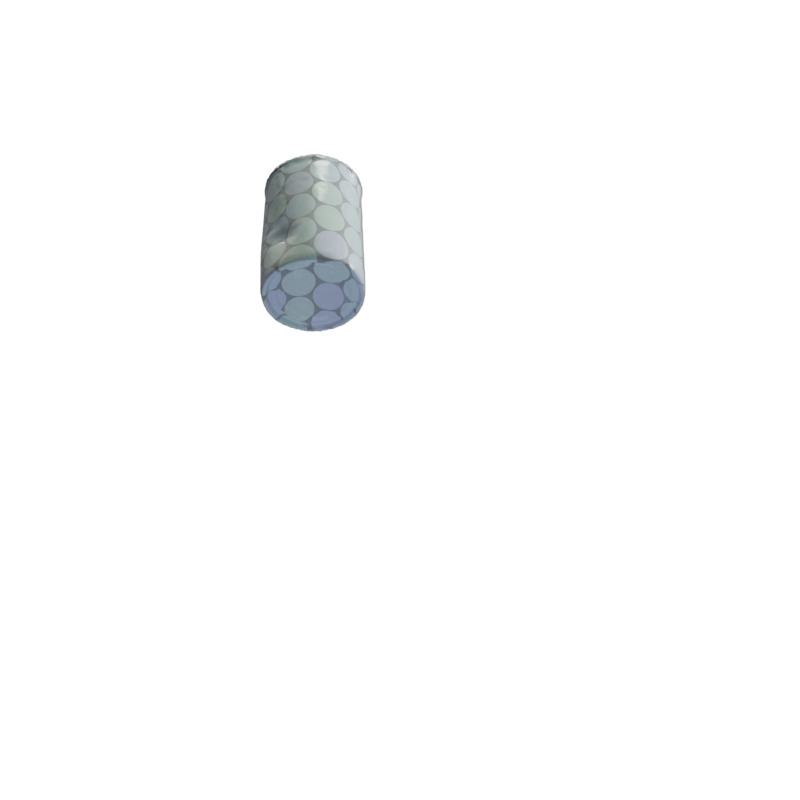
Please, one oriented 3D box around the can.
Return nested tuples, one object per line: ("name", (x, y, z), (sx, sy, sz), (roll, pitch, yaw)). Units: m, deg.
("can", (-0.057, -0.104, 0.731), (0.068, 0.110, 0.064), (-1, -43, -3))
